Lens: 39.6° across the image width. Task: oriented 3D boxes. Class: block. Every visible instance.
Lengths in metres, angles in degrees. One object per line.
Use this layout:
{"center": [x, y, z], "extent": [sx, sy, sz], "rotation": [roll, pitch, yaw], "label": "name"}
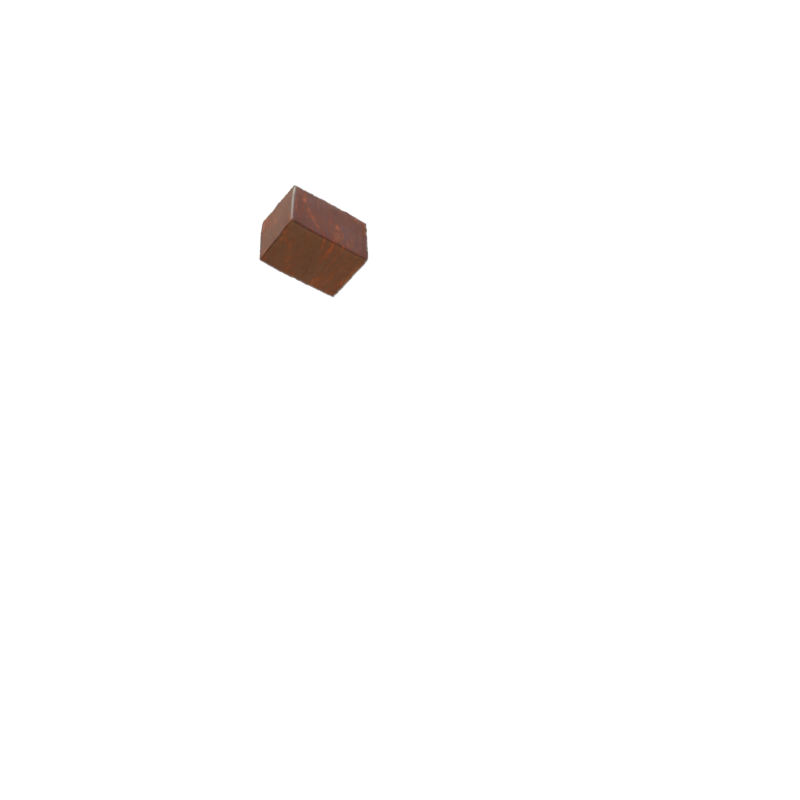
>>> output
{"center": [-0.073, -0.134, 0.935], "extent": [0.074, 0.055, 0.051], "rotation": [27, -53, -24], "label": "block"}
